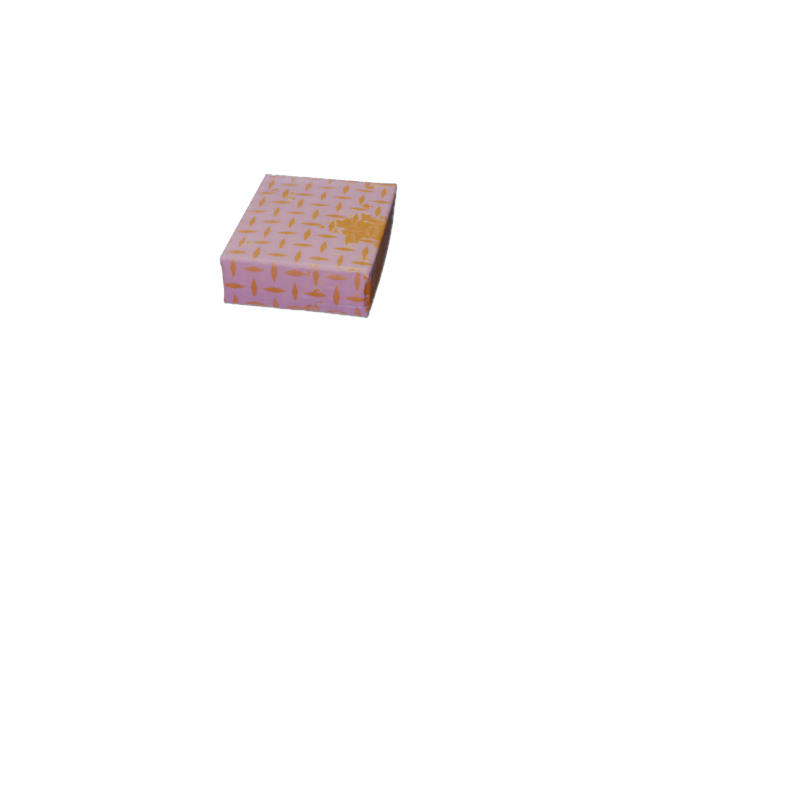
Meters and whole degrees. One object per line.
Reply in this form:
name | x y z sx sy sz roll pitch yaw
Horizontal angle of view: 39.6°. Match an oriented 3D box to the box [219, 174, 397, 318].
box | -0.054 -0.099 0.690 0.091 0.036 0.119 6 35 8
